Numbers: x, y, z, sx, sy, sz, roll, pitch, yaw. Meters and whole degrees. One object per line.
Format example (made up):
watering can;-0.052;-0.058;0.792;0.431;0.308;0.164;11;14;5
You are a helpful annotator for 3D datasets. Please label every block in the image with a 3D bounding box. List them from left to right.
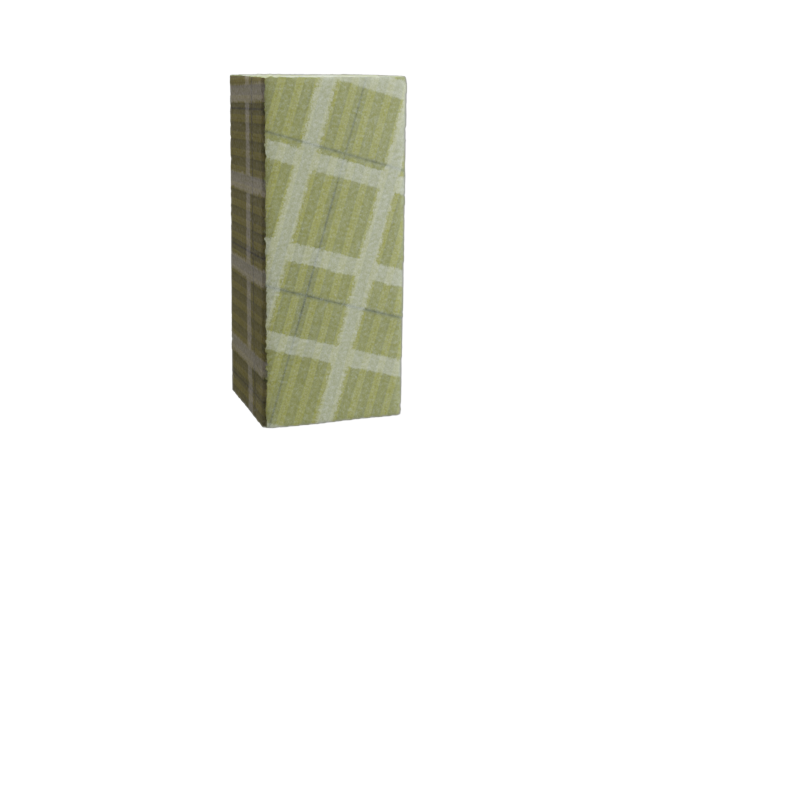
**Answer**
block;-0.053;-0.098;0.689;0.088;0.201;0.095;-3;11;-20
